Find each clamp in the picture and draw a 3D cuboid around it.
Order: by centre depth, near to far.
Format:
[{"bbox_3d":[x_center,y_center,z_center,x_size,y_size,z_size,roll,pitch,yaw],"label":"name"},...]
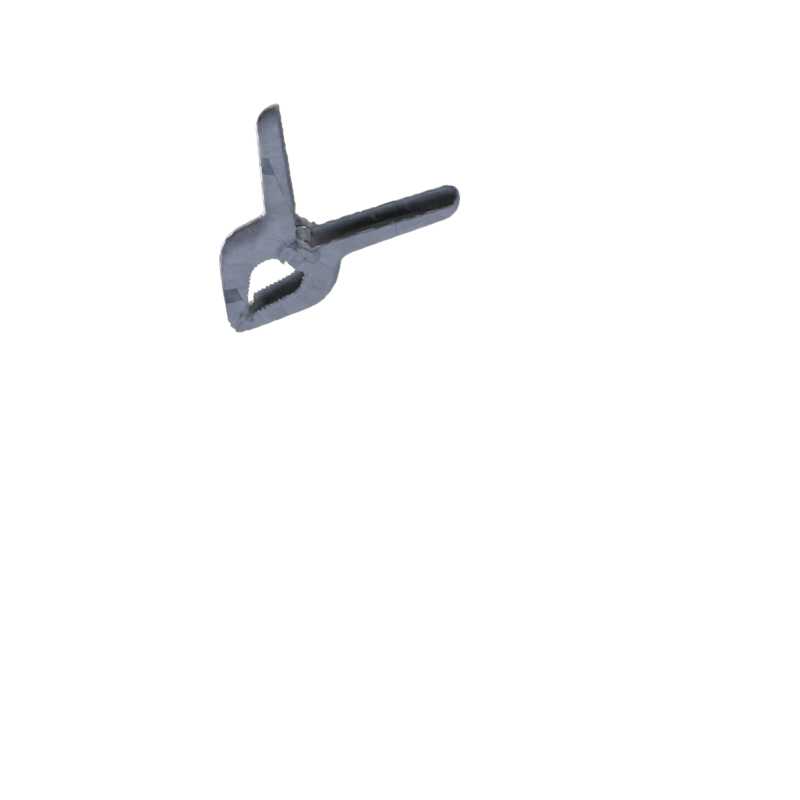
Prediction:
[{"bbox_3d":[-0.066,-0.120,0.840,0.159,0.039,0.202,18,-46,-19],"label":"clamp"}]
